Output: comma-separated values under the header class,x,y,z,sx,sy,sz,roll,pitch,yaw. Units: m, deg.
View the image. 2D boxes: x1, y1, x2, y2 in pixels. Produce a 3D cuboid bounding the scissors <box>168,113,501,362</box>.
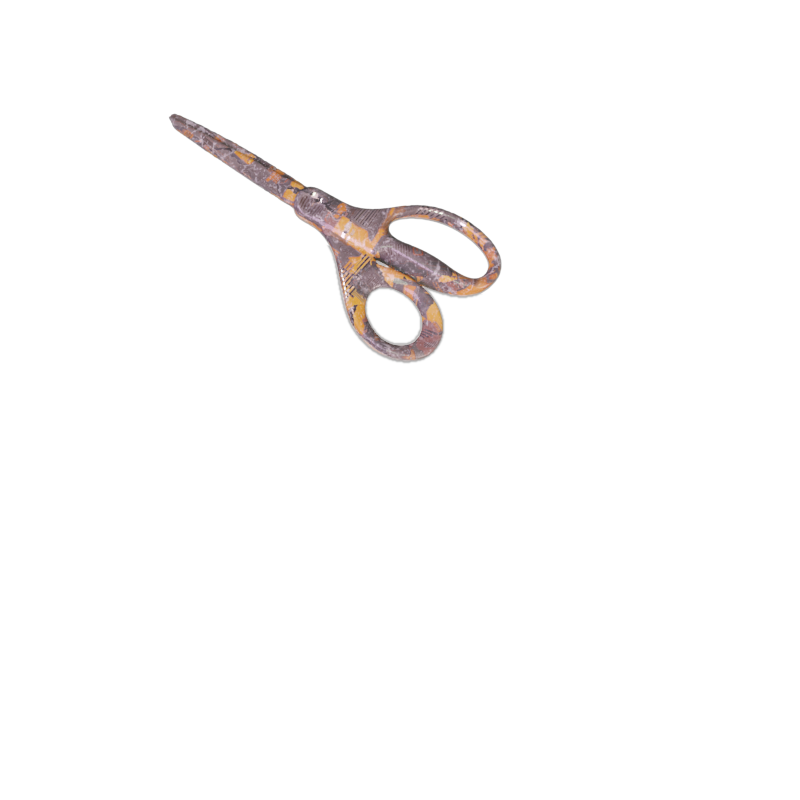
class,x,y,z,sx,sy,sz,roll,pitch,yaw
scissors,-0.047,-0.086,0.603,0.204,0.099,0.015,18,-17,6
